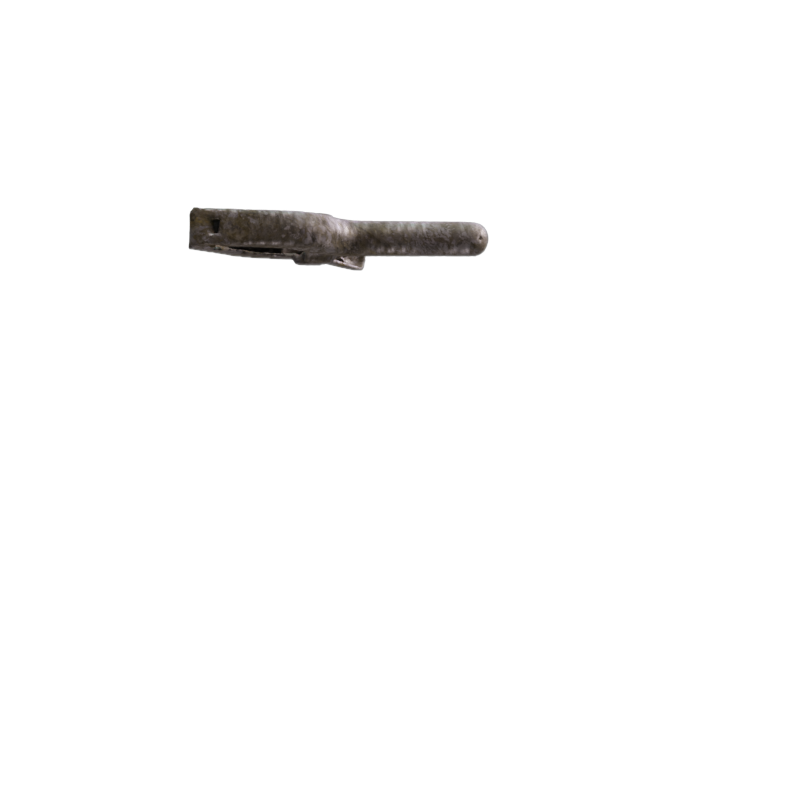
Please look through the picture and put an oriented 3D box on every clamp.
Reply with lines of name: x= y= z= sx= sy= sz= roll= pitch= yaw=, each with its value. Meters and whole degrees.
clamp: x=-0.065 y=-0.118 z=0.826 sx=0.203 sy=0.037 sz=0.168 roll=0 pitch=0 yaw=-28
